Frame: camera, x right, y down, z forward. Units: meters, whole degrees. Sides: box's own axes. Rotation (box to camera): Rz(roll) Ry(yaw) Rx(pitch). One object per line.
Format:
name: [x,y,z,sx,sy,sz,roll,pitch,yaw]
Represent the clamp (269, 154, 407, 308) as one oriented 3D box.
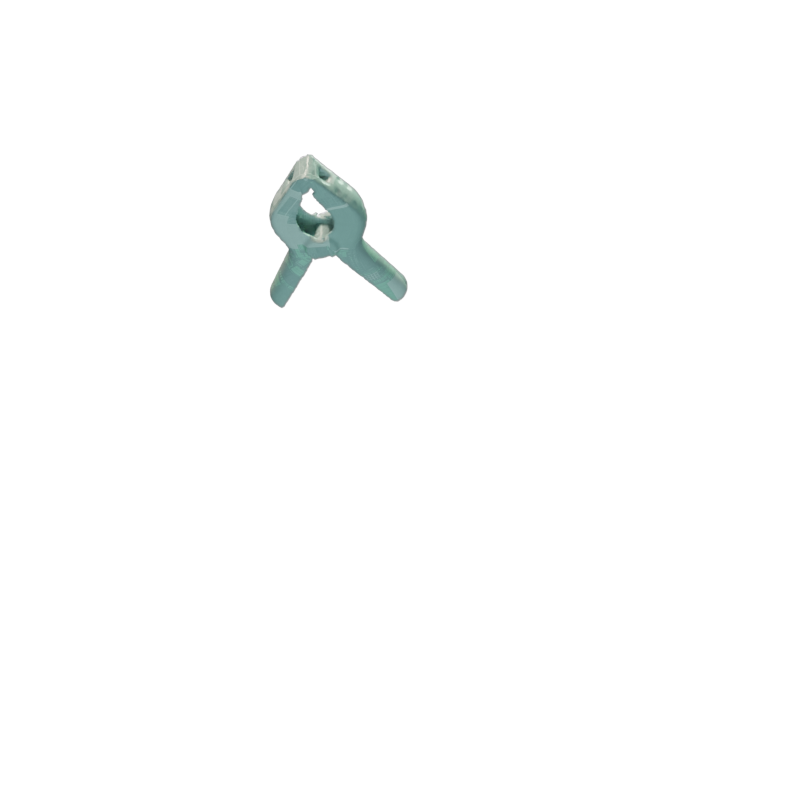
clamp: [-0.072,-0.132,0.924,0.121,0.042,0.158,-12,-43,13]
